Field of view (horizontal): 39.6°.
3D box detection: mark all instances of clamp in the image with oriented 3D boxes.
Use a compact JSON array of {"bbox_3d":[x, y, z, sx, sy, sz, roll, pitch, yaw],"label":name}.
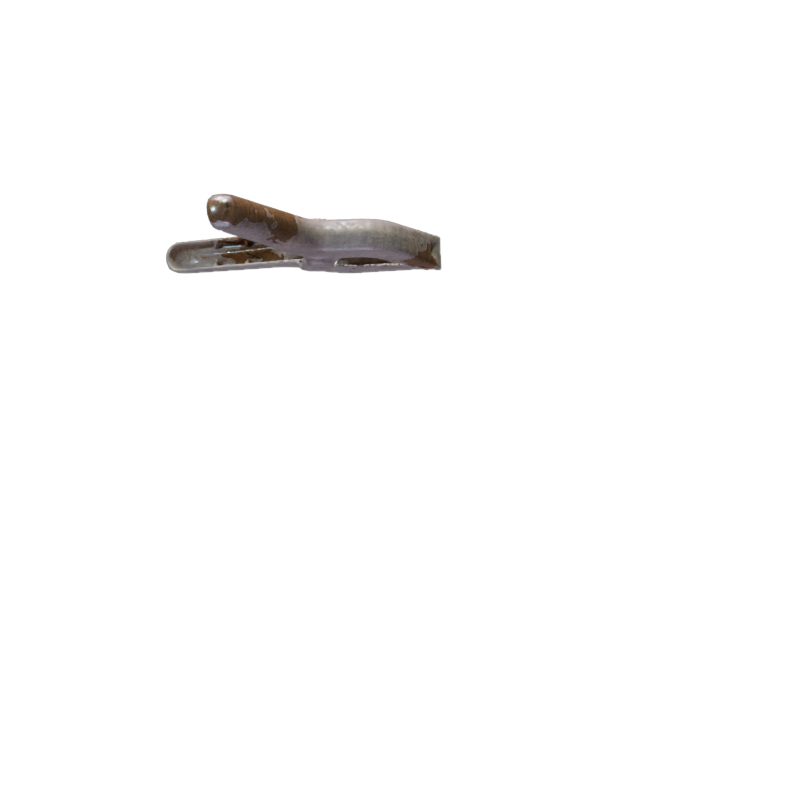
[{"bbox_3d":[-0.065,-0.118,0.828,0.207,0.037,0.164,1,-5,-12],"label":"clamp"}]
